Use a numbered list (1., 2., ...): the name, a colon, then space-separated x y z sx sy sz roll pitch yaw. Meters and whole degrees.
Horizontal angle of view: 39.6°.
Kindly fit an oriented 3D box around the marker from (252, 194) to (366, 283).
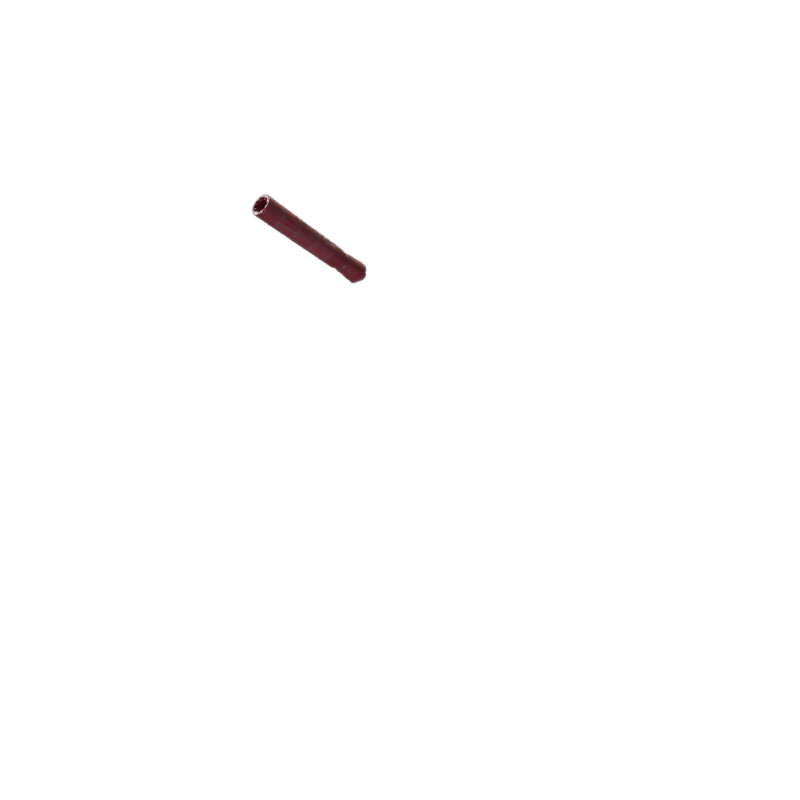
1. marker: -0.069 -0.125 0.876 0.113 0.020 0.021 32 -18 -38
